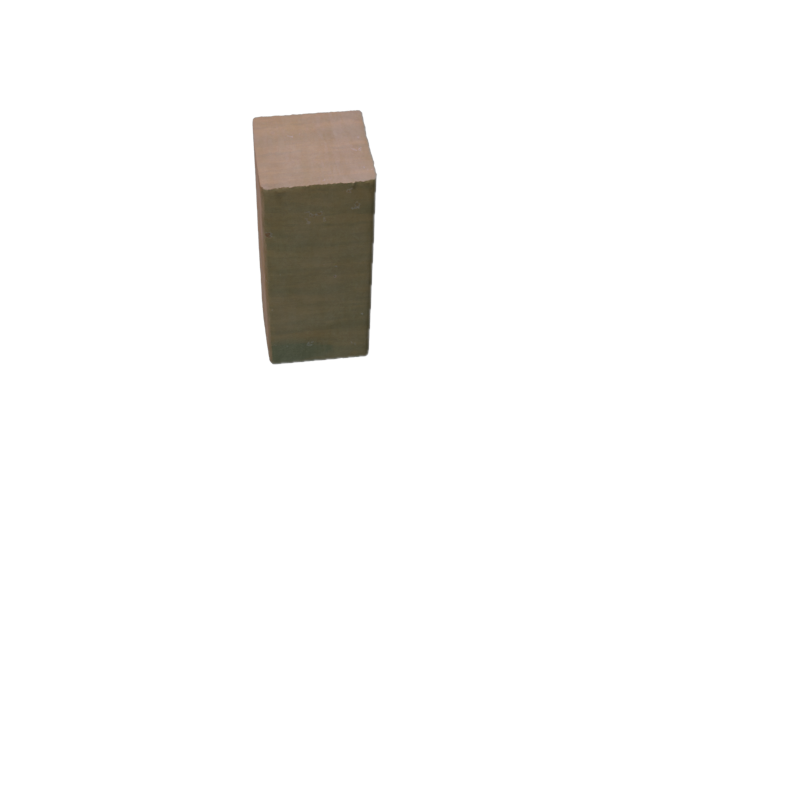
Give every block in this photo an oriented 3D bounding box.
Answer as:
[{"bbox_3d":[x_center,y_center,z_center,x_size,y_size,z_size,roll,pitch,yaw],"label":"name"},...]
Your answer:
[{"bbox_3d":[-0.073,-0.132,0.929,0.090,0.097,0.192,-4,-41,-7],"label":"block"}]
